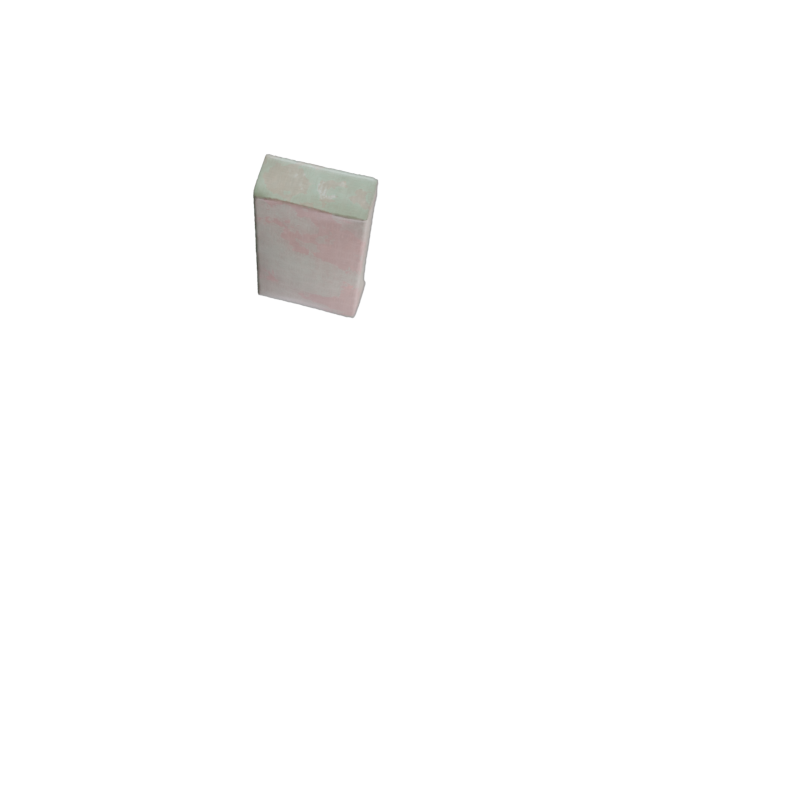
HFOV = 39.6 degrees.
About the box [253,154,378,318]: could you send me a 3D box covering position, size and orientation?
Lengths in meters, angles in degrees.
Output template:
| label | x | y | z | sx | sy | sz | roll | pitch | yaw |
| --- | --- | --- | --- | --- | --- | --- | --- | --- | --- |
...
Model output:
| label | x | y | z | sx | sy | sz | roll | pitch | yaw |
| --- | --- | --- | --- | --- | --- | --- | --- | --- | --- |
| box | -0.072 | -0.131 | 0.920 | 0.094 | 0.050 | 0.168 | 14 | -21 | 2 |
